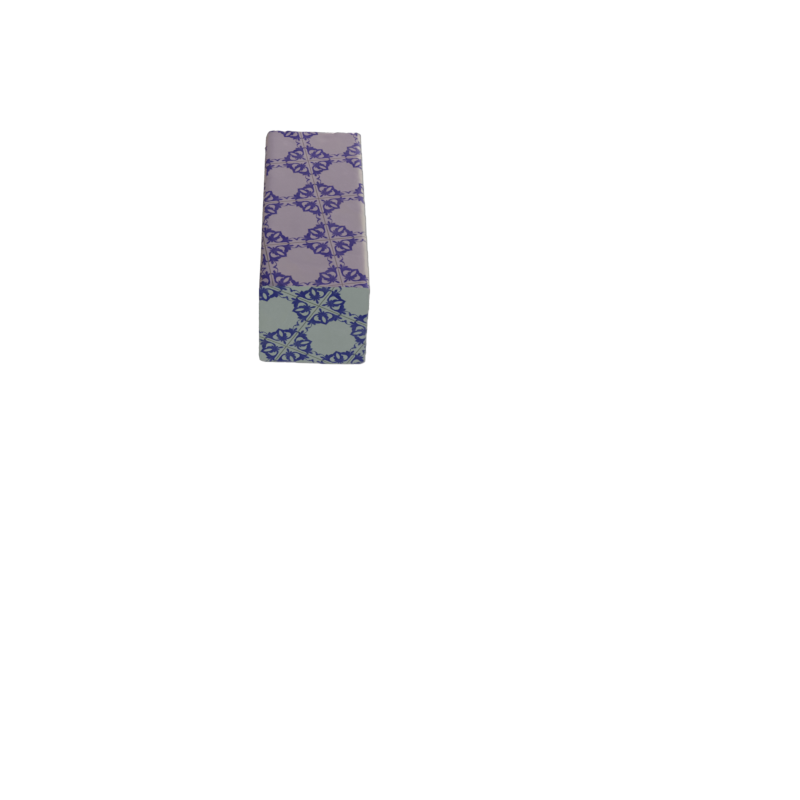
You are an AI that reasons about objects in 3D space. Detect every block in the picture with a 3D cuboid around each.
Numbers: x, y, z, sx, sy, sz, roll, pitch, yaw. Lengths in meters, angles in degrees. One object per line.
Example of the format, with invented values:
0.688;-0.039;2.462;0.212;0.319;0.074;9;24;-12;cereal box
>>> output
-0.076;-0.138;0.967;0.090;0.221;0.085;0;-44;-4;block
